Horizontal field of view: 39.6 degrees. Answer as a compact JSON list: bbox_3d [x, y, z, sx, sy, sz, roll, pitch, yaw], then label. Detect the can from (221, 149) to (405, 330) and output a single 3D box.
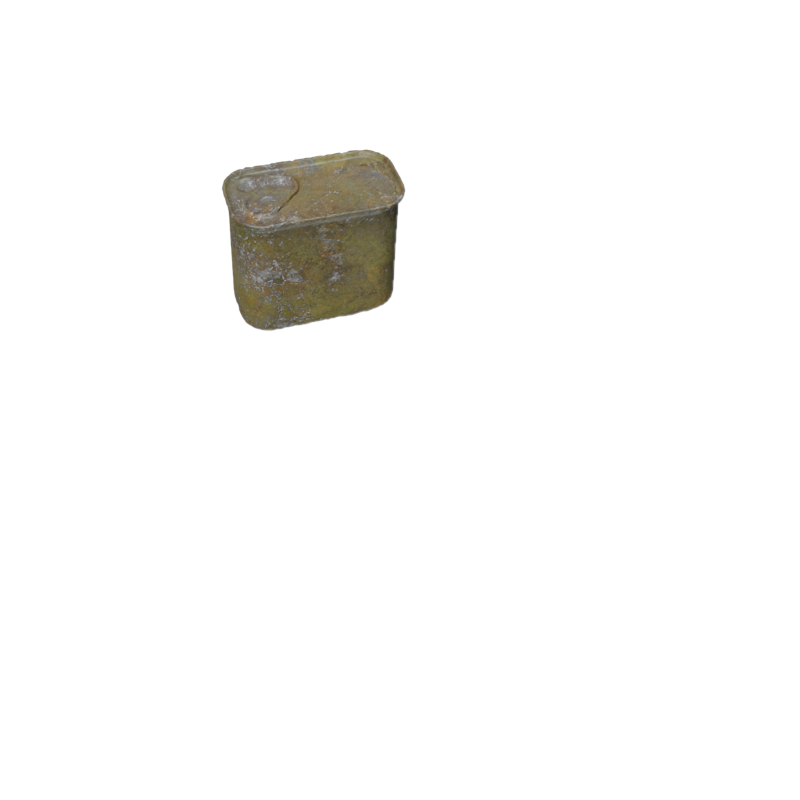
[{"bbox_3d":[-0.052,-0.094,0.659,0.101,0.078,0.062,-11,45,-13],"label":"can"}]
